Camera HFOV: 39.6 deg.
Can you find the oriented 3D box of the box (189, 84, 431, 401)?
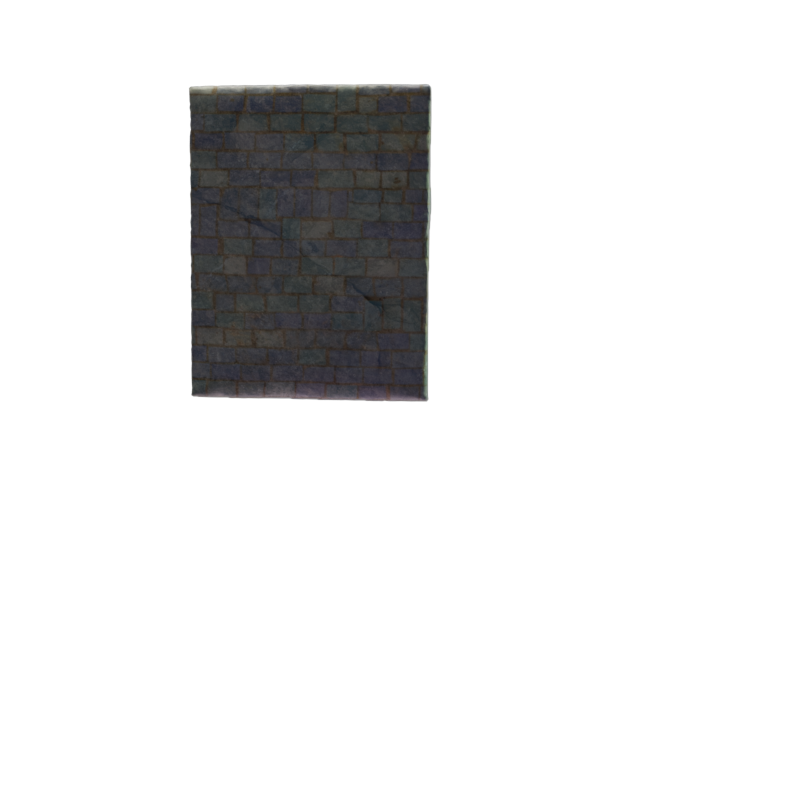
[{"bbox_3d":[-0.061,-0.110,0.773,0.165,0.212,0.072,1,5,4],"label":"box"}]
